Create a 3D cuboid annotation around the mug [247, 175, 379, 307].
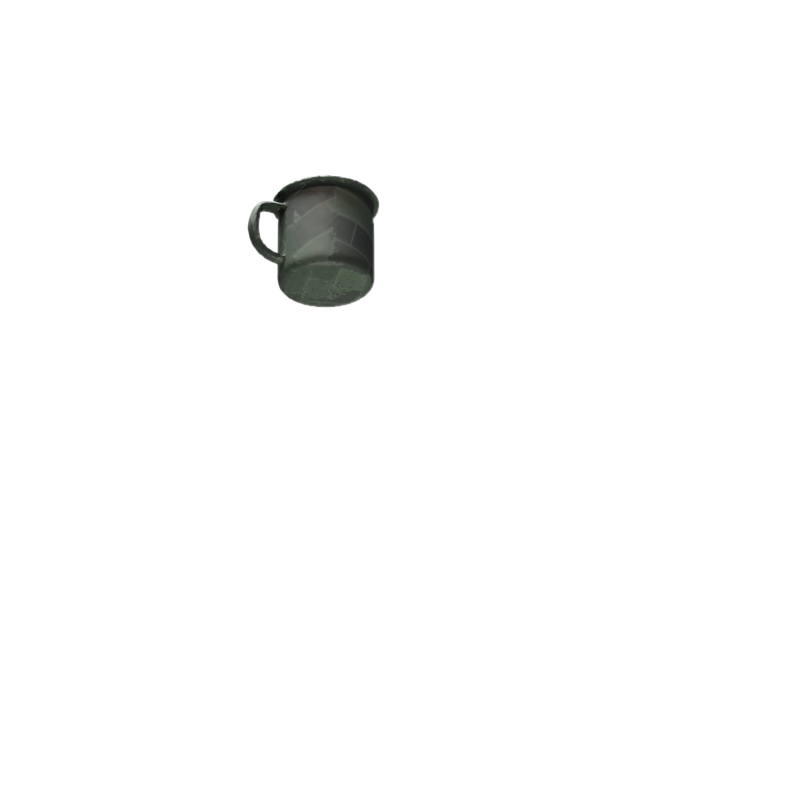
[{"bbox_3d":[-0.073,-0.134,0.936,0.112,0.087,0.091,14,-31,-26],"label":"mug"}]
